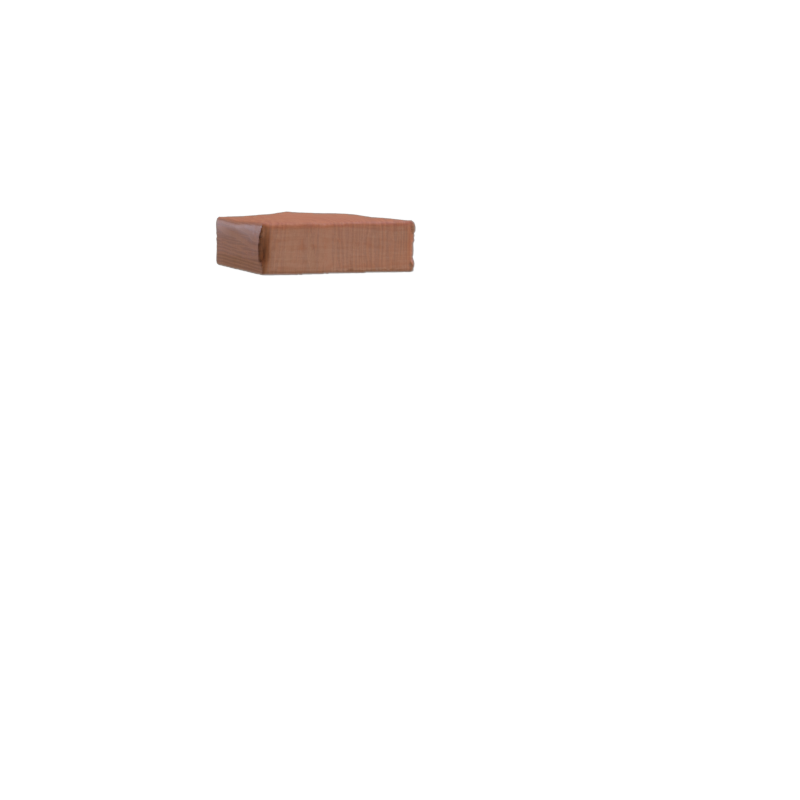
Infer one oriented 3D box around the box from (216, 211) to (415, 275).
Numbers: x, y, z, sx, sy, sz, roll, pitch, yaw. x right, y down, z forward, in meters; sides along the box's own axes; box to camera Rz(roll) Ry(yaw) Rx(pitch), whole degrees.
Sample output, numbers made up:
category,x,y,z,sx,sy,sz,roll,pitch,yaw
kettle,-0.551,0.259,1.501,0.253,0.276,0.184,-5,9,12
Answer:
category,x,y,z,sx,sy,sz,roll,pitch,yaw
box,-0.047,-0.086,0.601,0.087,0.030,0.076,-5,12,-25
